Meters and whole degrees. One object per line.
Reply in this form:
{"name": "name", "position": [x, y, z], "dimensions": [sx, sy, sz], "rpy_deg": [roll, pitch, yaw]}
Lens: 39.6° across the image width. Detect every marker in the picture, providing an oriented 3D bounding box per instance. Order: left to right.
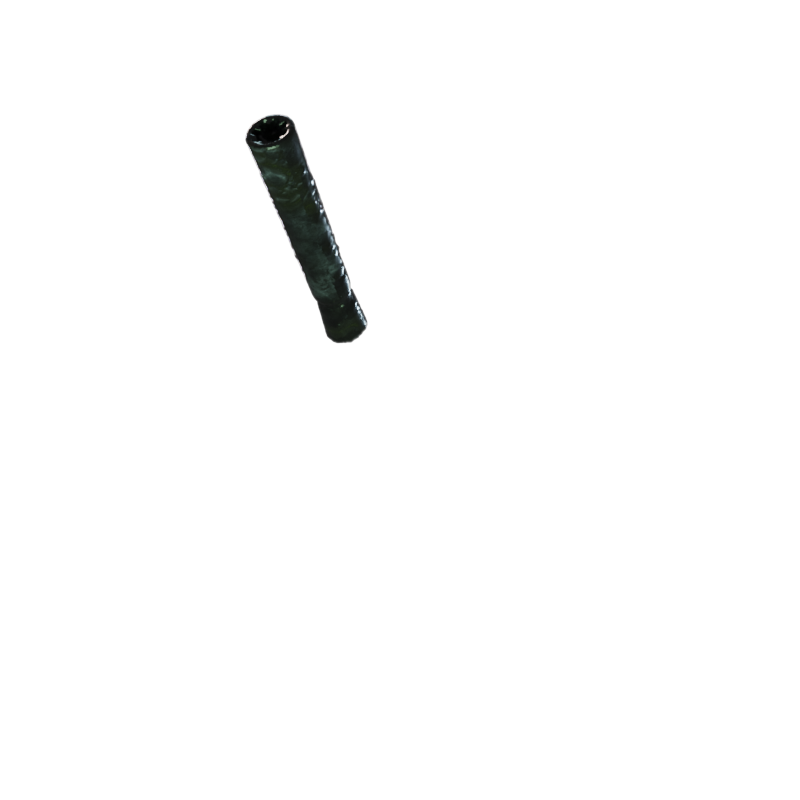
{"name": "marker", "position": [-0.035, -0.063, 0.444], "dimensions": [0.020, 0.021, 0.111], "rpy_deg": [2, -38, 19]}
